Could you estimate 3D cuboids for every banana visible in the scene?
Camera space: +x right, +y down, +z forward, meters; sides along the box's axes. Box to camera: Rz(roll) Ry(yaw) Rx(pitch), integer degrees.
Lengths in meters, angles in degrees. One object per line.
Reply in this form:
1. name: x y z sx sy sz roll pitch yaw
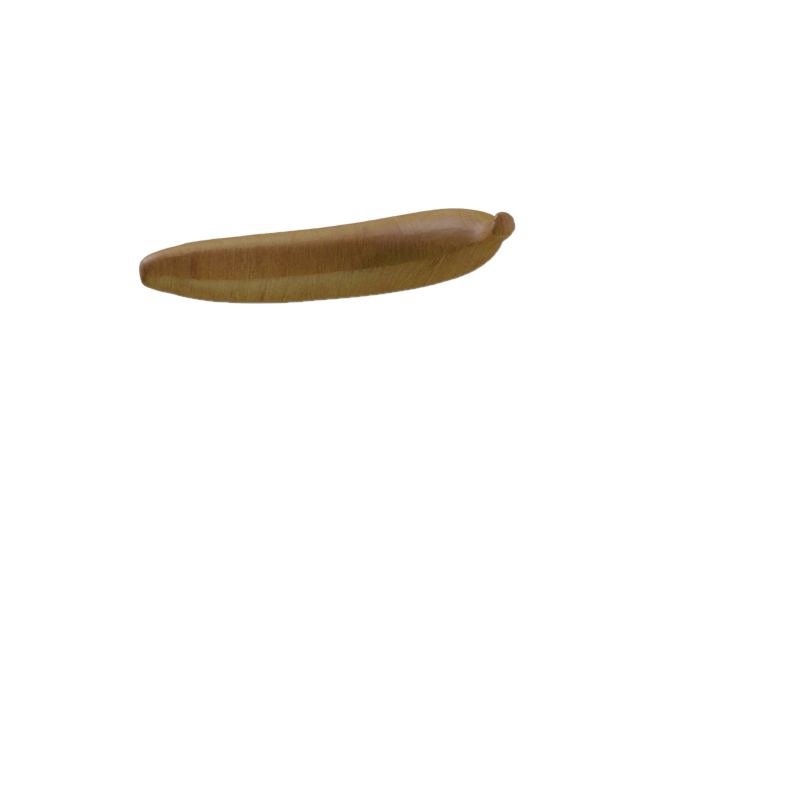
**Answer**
1. banana: -0.032 -0.074 0.557 0.202 0.038 0.065 -6 -16 22
